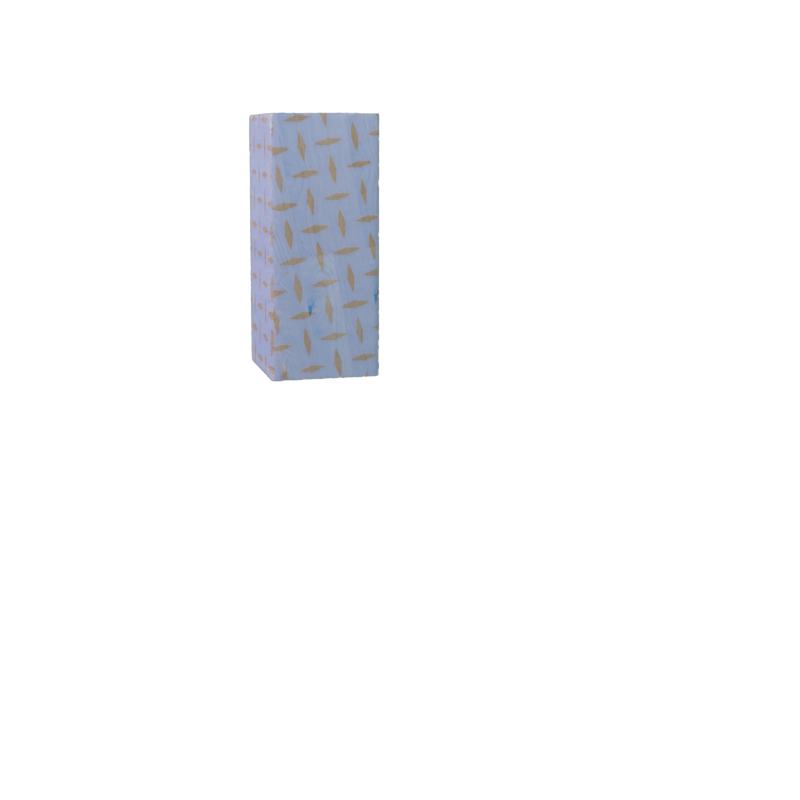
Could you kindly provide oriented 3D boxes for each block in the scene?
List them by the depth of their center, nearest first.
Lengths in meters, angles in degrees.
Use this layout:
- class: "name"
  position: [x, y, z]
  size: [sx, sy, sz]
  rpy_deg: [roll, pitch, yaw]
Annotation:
- class: "block"
  position: [-0.071, -0.128, 0.896]
  size: [0.088, 0.203, 0.094]
  rpy_deg: [-2, 7, -16]
